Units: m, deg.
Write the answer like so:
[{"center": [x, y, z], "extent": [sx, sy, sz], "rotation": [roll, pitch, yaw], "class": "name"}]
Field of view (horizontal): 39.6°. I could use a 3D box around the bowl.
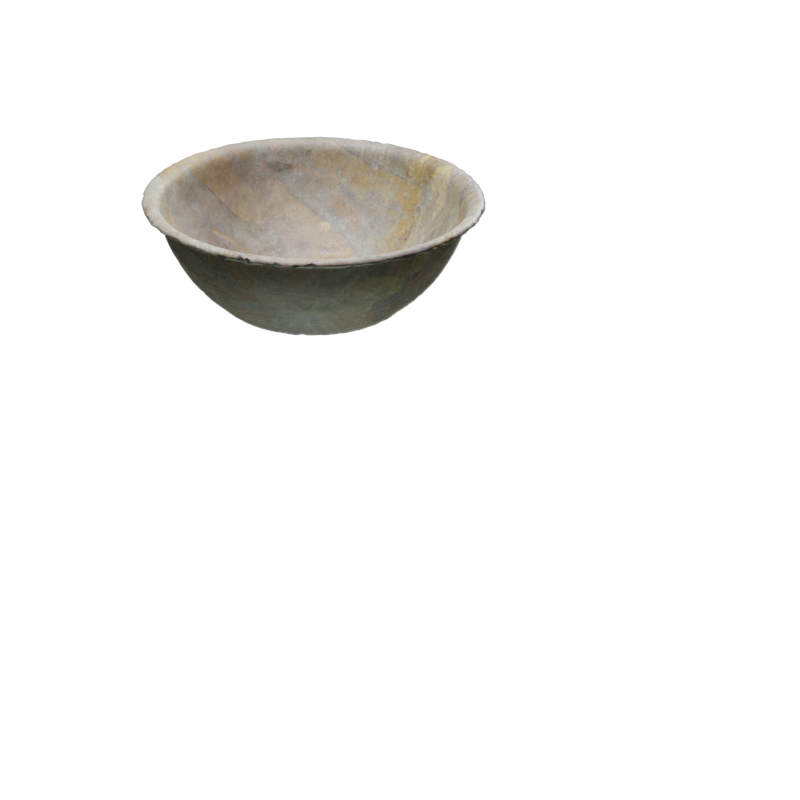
[{"center": [-0.042, -0.076, 0.535], "extent": [0.162, 0.052, 0.172], "rotation": [-1, 29, -2], "class": "bowl"}]
